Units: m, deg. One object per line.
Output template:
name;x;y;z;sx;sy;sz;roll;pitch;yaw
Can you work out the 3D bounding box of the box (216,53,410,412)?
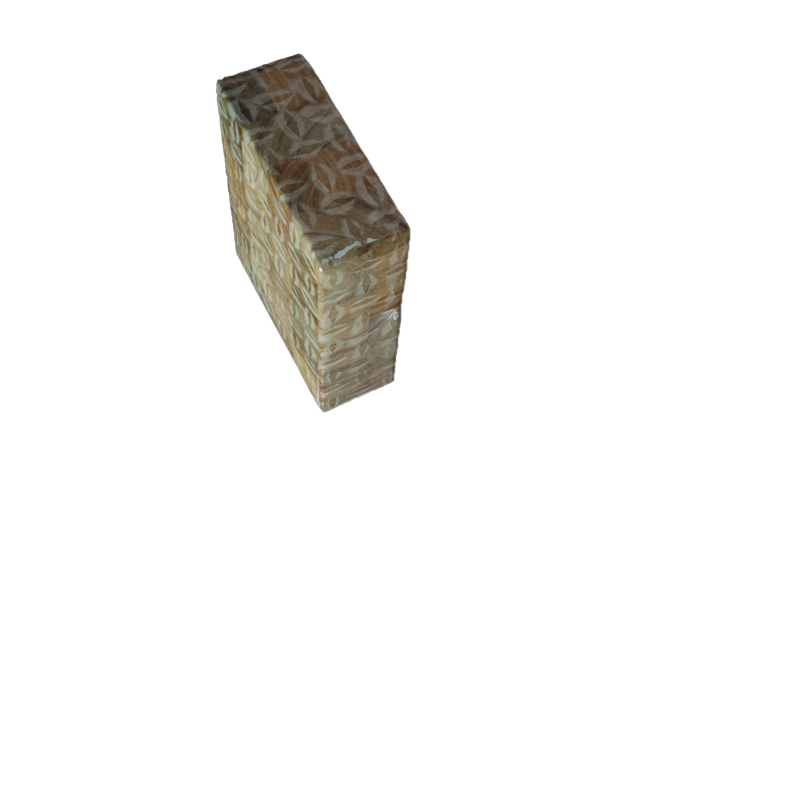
box;-0.061;-0.112;0.785;0.071;0.175;0.201;-22;-25;-14
